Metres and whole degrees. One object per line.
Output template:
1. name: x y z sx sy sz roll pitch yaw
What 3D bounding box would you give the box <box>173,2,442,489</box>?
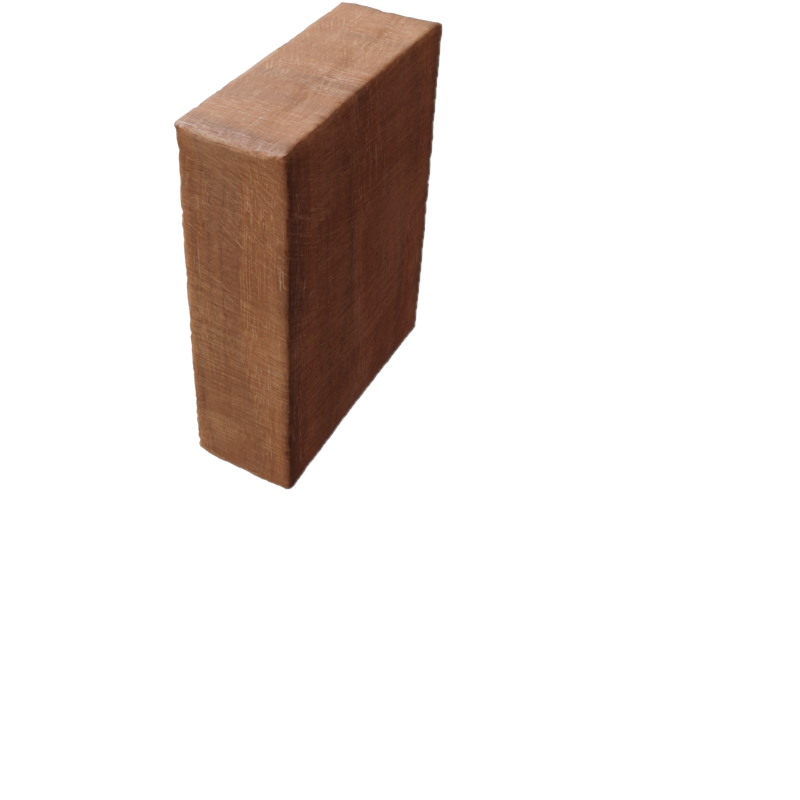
1. box: -0.048 -0.087 0.609 0.075 0.200 0.169 19 42 19
